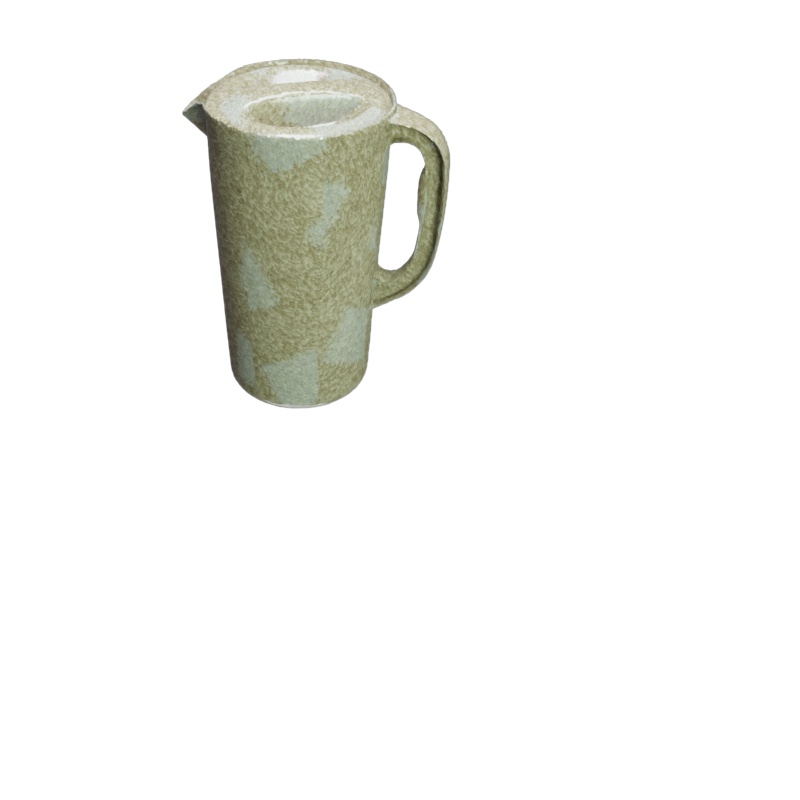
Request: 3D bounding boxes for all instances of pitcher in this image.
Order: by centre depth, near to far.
[{"bbox_3d":[-0.063,-0.116,0.809,0.143,0.228,0.161,-20,41,-29],"label":"pitcher"}]
